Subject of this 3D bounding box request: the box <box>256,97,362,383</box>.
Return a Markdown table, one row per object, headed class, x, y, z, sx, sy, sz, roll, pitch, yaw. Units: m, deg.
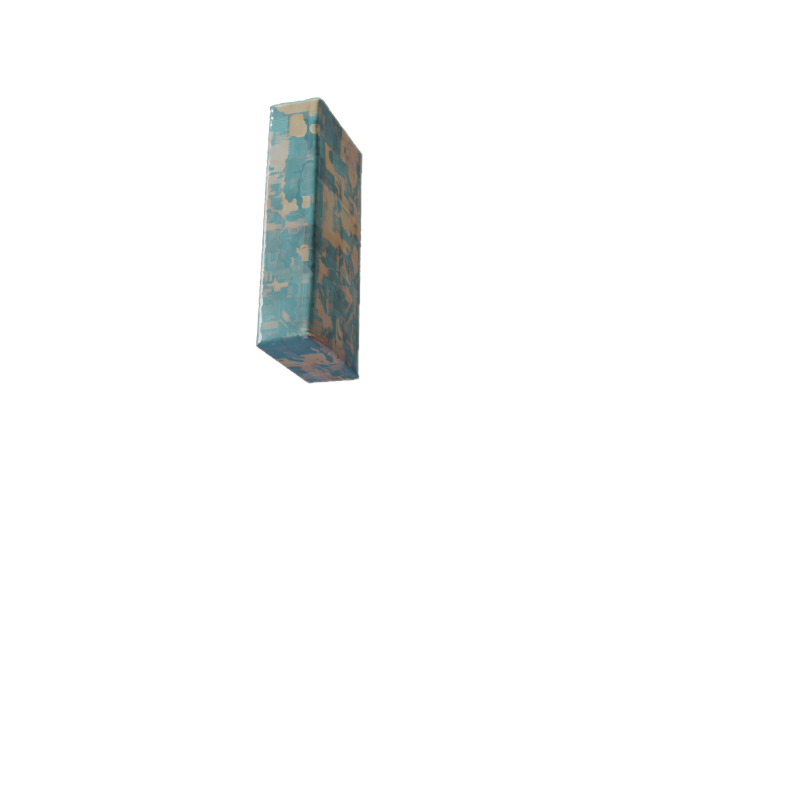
| class | x | y | z | sx | sy | sz | roll | pitch | yaw |
| --- | --- | --- | --- | --- | --- | --- | --- | --- | --- |
| box | -0.060 | -0.109 | 0.767 | 0.049 | 0.186 | 0.087 | -9 | -23 | 17 |
